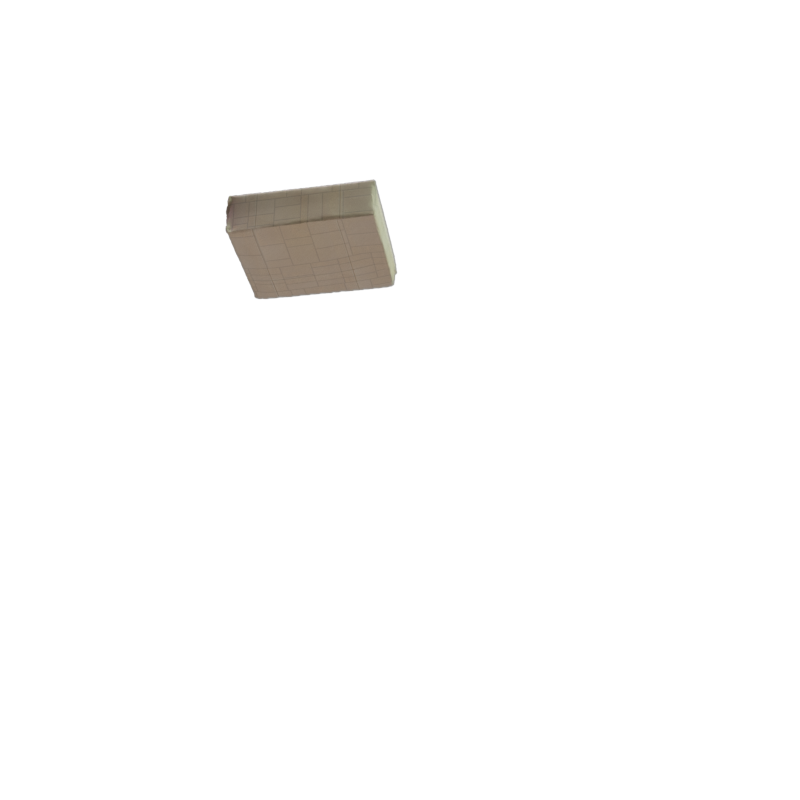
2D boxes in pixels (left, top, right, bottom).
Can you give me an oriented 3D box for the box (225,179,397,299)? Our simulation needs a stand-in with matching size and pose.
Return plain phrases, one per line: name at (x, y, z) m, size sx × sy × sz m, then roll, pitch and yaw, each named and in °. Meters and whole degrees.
box at (-0.065, -0.118, 0.827) m, size 0.114 × 0.042 × 0.083 m, roll -6°, pitch -34°, yaw 8°
